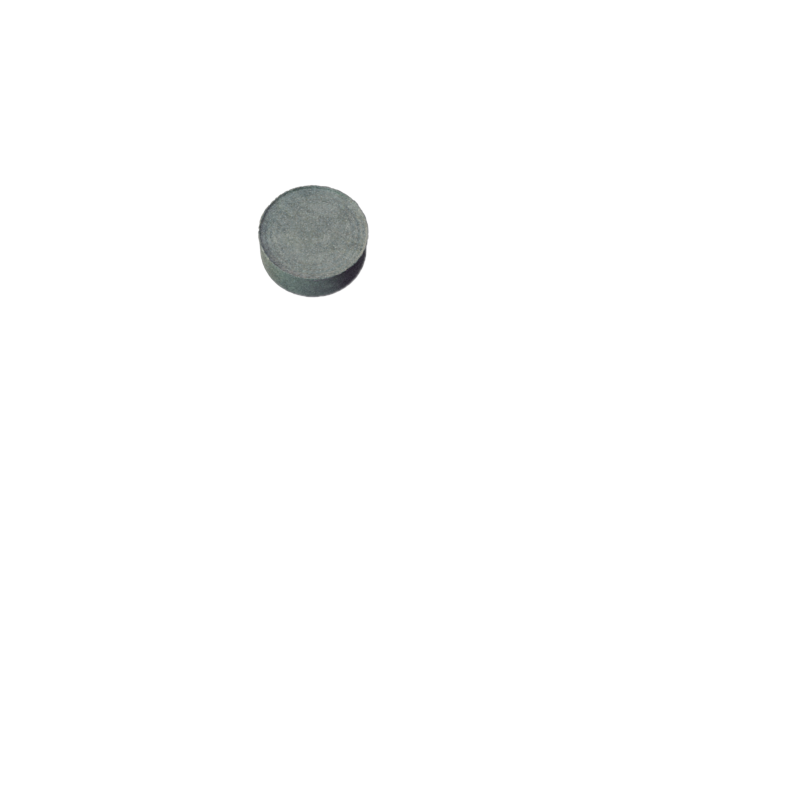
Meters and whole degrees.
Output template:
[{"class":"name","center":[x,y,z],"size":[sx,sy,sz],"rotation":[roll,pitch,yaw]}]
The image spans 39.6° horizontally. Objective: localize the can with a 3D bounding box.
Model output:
[{"class":"can","center":[-0.068,-0.124,0.871],"size":[0.086,0.091,0.032],"rotation":[-1,-29,-1]}]
